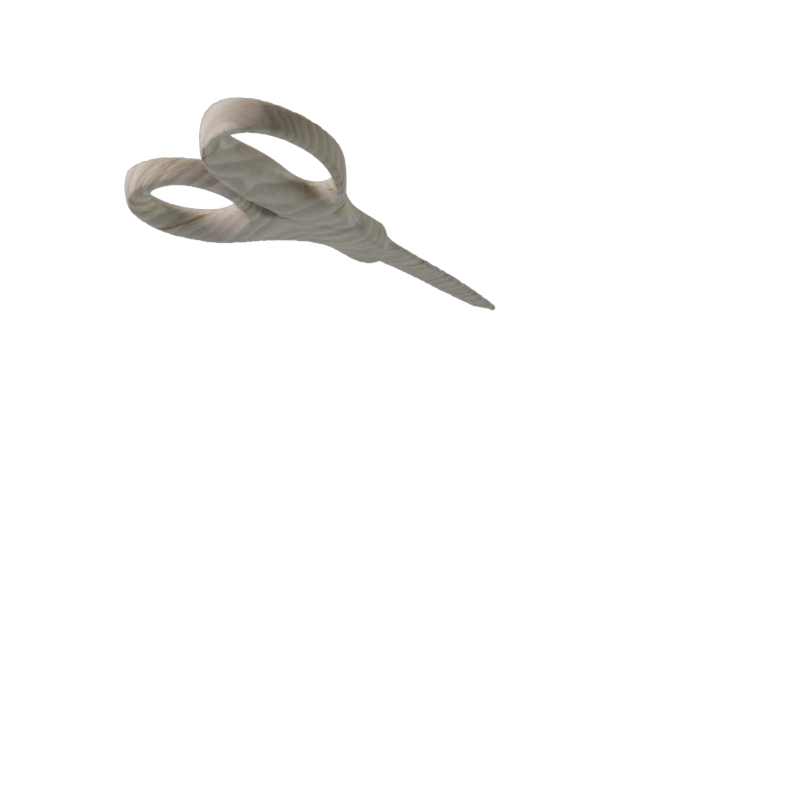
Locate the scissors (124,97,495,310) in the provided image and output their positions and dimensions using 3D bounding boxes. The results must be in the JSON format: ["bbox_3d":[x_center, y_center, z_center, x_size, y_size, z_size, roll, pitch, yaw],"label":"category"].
[{"bbox_3d":[-0.036,-0.067,0.466,0.098,0.017,0.188,-9,-22,22],"label":"scissors"}]
